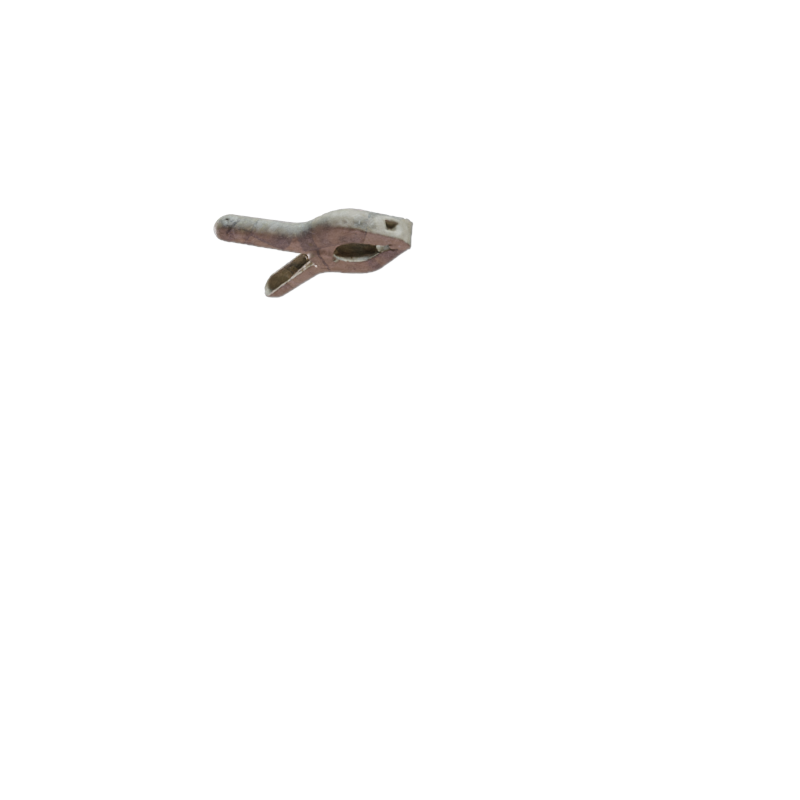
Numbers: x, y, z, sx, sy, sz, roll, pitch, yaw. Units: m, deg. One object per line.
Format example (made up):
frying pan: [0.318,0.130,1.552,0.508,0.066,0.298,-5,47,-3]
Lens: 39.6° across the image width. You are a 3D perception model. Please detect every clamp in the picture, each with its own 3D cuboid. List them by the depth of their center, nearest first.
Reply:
clamp: [-0.077,-0.140,0.982,0.174,0.041,0.112,-13,-27,27]
